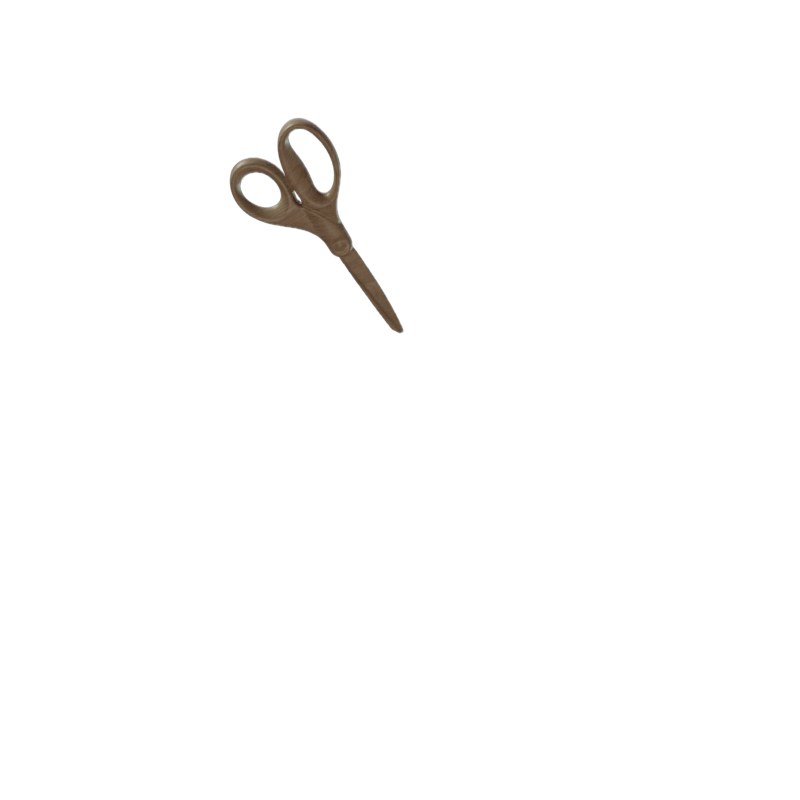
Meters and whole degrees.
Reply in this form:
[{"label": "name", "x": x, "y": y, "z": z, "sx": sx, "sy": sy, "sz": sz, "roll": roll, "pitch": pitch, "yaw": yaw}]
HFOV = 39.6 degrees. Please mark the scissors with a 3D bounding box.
[{"label": "scissors", "x": -0.069, "y": -0.125, "z": 0.879, "sx": 0.097, "sy": 0.190, "sz": 0.017, "roll": -14, "pitch": 26, "yaw": 7}]
